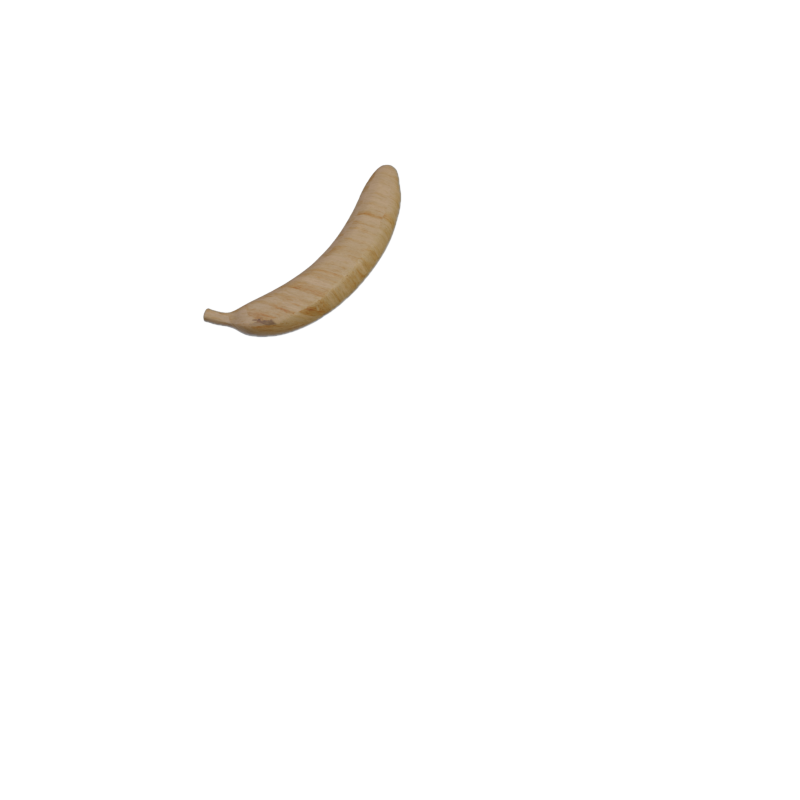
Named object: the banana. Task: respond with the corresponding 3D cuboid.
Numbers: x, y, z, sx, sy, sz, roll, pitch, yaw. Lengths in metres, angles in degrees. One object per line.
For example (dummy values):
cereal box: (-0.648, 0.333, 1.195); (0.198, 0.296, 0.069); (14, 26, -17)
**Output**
banana: (-0.057, -0.107, 0.853); (0.199, 0.073, 0.035); (-41, -18, -18)
